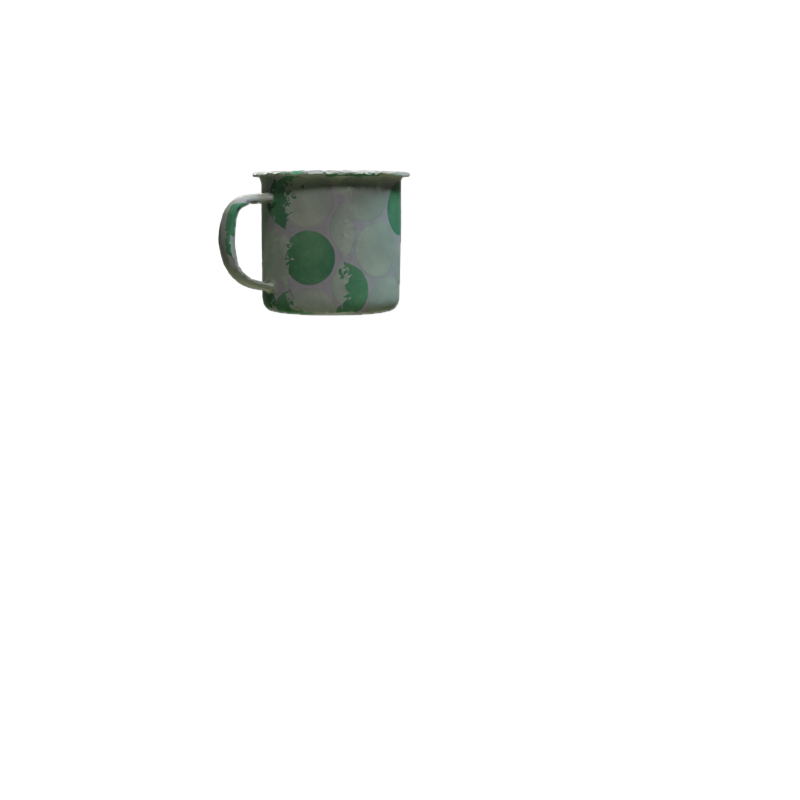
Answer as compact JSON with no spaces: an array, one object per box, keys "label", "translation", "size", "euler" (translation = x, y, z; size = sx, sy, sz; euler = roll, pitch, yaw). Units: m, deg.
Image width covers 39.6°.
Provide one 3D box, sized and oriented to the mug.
[{"label":"mug","translation":[-0.051,-0.093,0.649],"size":[0.113,0.081,0.097],"euler":[-5,8,-32]}]
